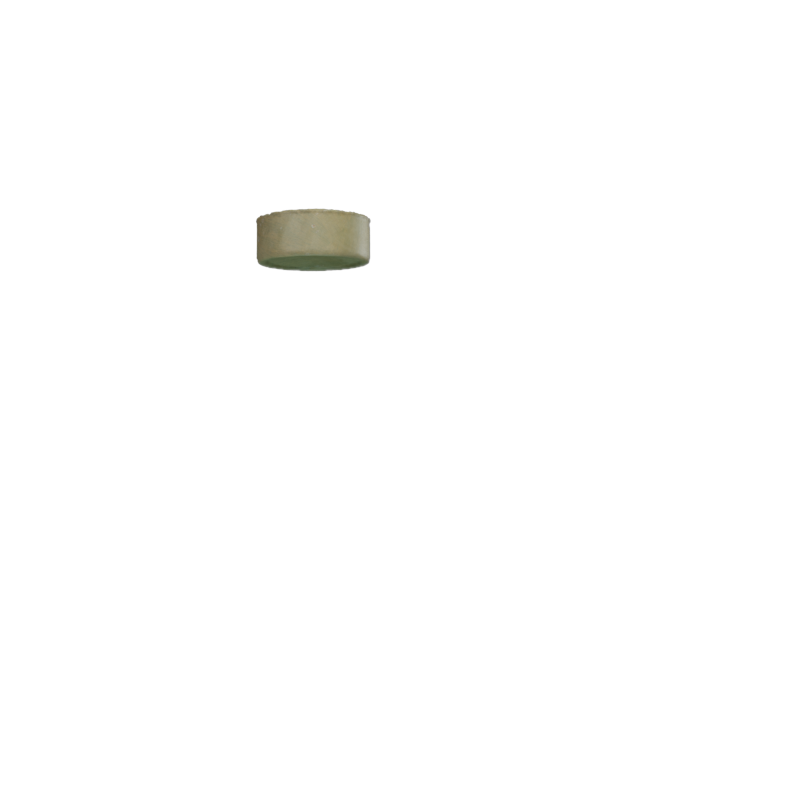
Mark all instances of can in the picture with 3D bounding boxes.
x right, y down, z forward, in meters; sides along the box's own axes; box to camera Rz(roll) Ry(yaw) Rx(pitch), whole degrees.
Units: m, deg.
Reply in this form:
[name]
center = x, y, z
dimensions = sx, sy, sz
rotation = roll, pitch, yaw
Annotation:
[can]
center = -0.065, -0.118, 0.826
dimensions = 0.086, 0.034, 0.085
rotation = 0, -3, -2
